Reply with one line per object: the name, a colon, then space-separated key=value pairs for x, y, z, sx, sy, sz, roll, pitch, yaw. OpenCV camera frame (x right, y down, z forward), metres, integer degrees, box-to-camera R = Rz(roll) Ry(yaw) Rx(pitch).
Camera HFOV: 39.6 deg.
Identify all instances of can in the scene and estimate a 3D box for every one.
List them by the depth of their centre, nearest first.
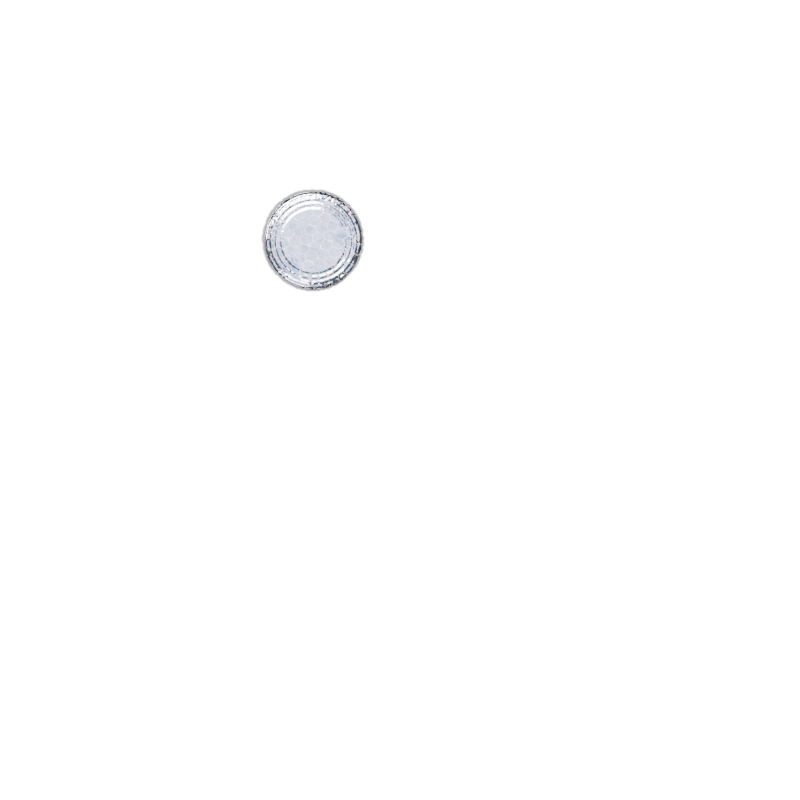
can: x=-0.076 y=-0.138 z=0.970 sx=0.086 sy=0.087 sz=0.033 roll=0 pitch=-4 yaw=-1
